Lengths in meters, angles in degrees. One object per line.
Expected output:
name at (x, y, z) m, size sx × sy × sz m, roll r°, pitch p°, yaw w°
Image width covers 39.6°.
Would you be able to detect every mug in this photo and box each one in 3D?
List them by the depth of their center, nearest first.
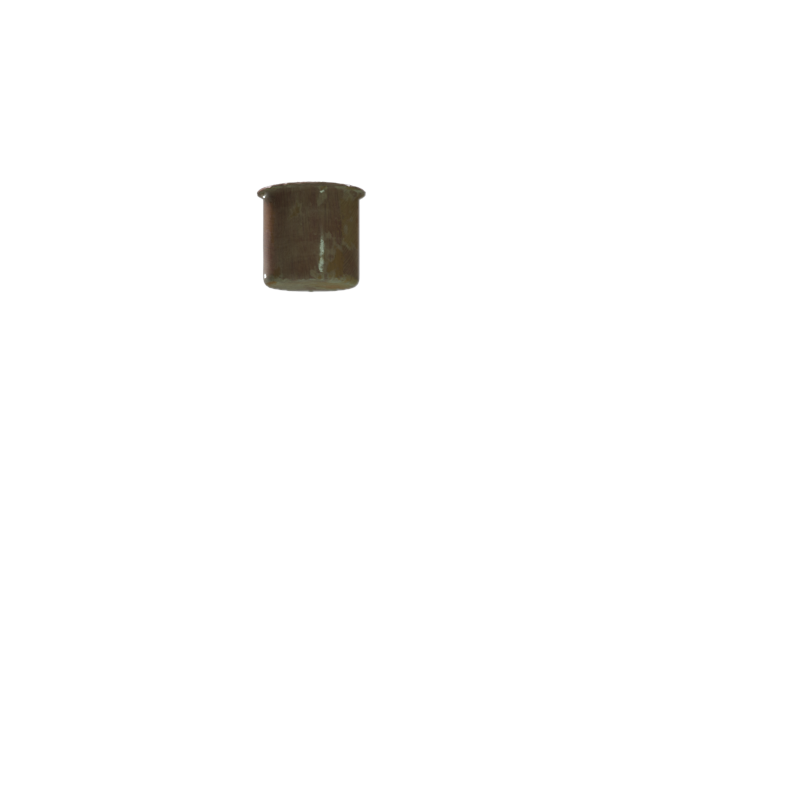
mug at (-0.074, -0.136, 0.951) m, size 0.094 × 0.083 × 0.114 m, roll -1°, pitch -4°, yaw 5°
